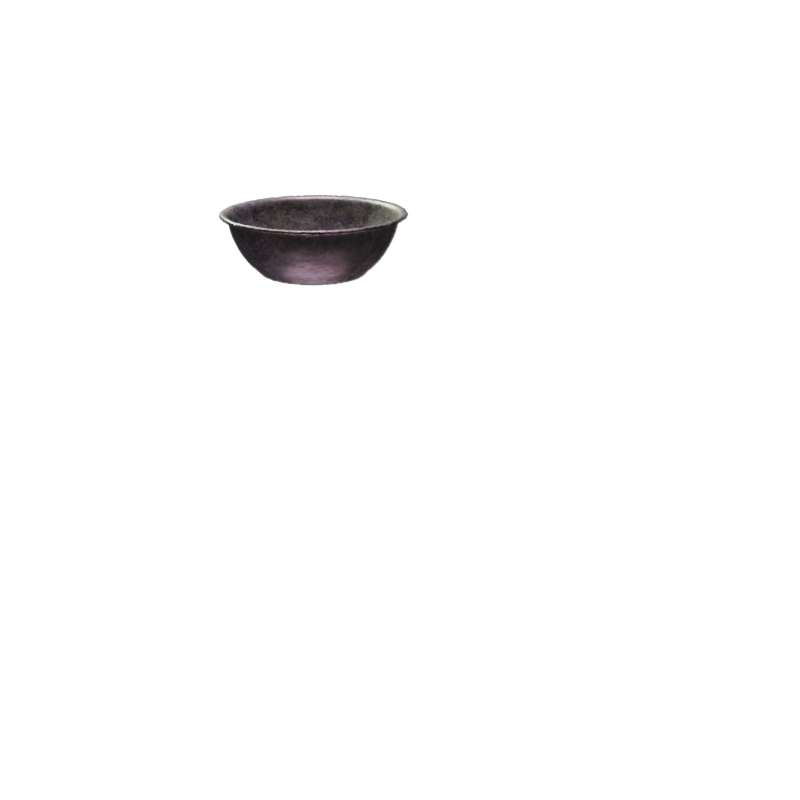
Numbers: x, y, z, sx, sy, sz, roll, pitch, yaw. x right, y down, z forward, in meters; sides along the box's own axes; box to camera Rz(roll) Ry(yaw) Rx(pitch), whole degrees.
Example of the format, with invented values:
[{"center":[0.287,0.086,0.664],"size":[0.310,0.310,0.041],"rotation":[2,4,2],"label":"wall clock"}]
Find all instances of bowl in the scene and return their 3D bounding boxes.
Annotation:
[{"center":[-0.075,-0.136,0.955],"size":[0.162,0.053,0.169],"rotation":[-1,20,-2],"label":"bowl"}]
